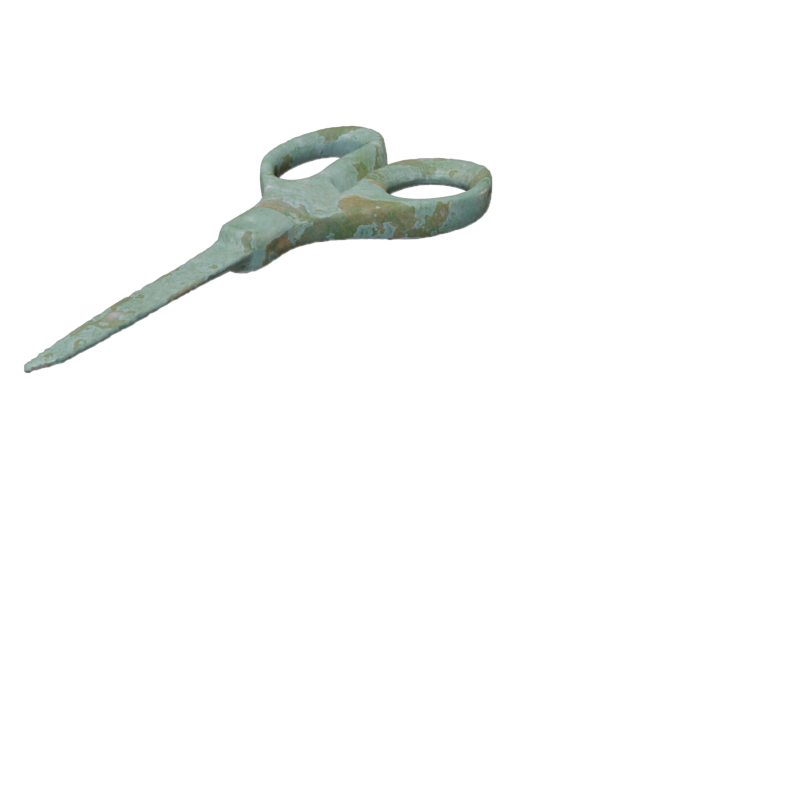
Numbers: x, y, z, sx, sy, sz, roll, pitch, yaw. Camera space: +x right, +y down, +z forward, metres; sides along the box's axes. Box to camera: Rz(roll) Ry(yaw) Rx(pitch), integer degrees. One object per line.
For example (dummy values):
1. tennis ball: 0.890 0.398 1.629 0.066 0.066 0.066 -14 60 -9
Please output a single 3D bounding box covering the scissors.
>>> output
1. scissors: -0.028 -0.052 0.363 0.098 0.015 0.209 8 32 12
